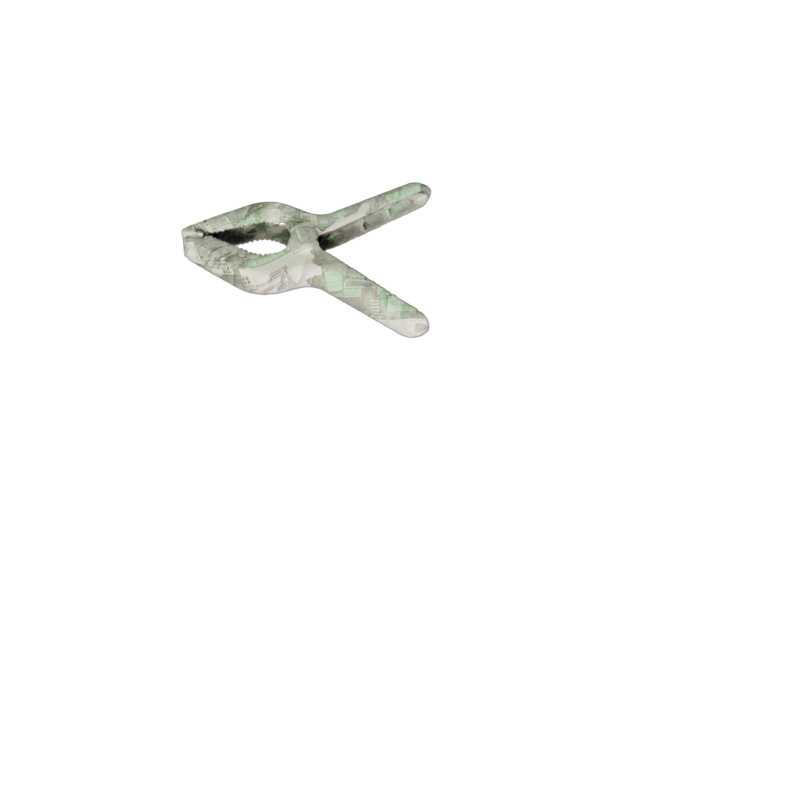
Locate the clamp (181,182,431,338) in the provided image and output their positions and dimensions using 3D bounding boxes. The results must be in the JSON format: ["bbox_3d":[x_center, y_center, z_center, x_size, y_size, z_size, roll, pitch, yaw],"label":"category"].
[{"bbox_3d":[-0.071,-0.130,0.907,0.213,0.174,0.034,8,-42,7],"label":"clamp"}]
